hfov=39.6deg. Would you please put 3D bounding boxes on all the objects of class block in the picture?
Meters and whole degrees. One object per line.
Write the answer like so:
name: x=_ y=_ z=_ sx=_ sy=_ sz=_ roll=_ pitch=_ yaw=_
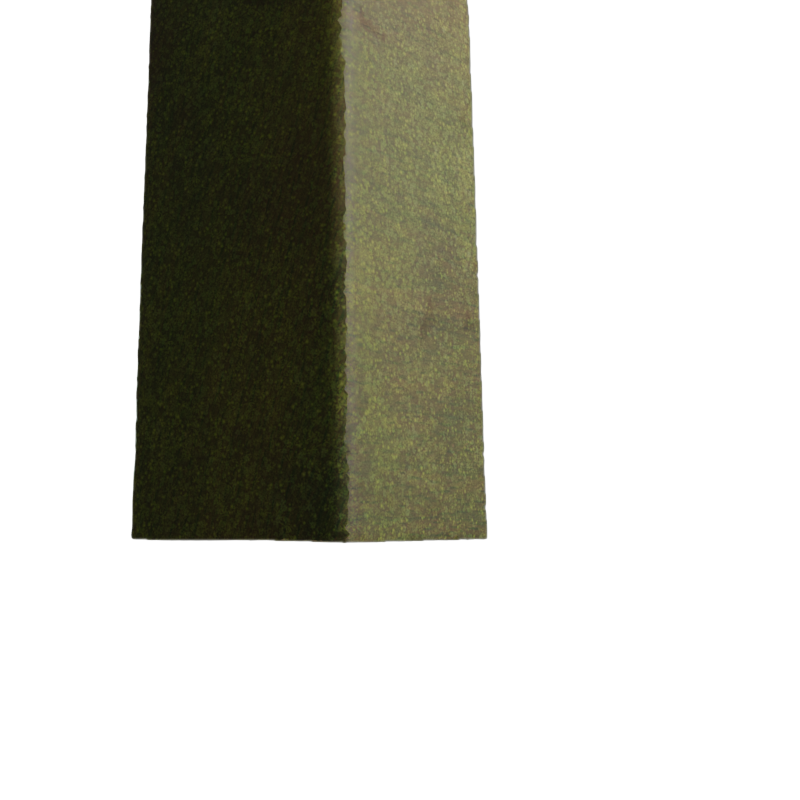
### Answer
block: x=-0.031 y=-0.057 z=0.397 sx=0.092 sy=0.213 sz=0.086 roll=-9 pitch=-15 yaw=34
